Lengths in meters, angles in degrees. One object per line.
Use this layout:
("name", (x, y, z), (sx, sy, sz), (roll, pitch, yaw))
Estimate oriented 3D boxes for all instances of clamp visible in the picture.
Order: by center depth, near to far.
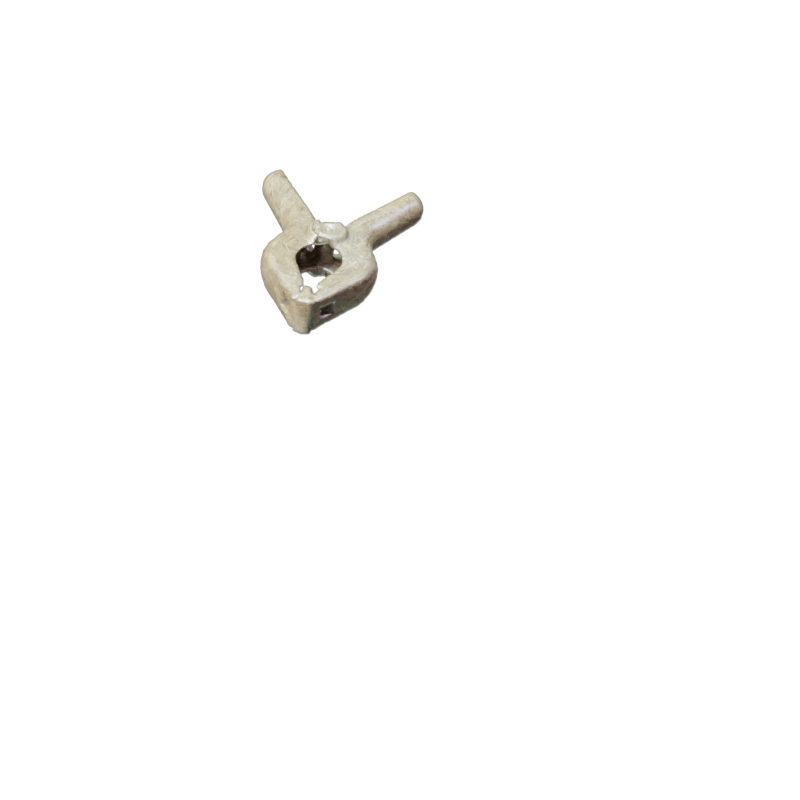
("clamp", (-0.061, -0.111, 0.775), (0.123, 0.037, 0.178), (10, 36, 14))
